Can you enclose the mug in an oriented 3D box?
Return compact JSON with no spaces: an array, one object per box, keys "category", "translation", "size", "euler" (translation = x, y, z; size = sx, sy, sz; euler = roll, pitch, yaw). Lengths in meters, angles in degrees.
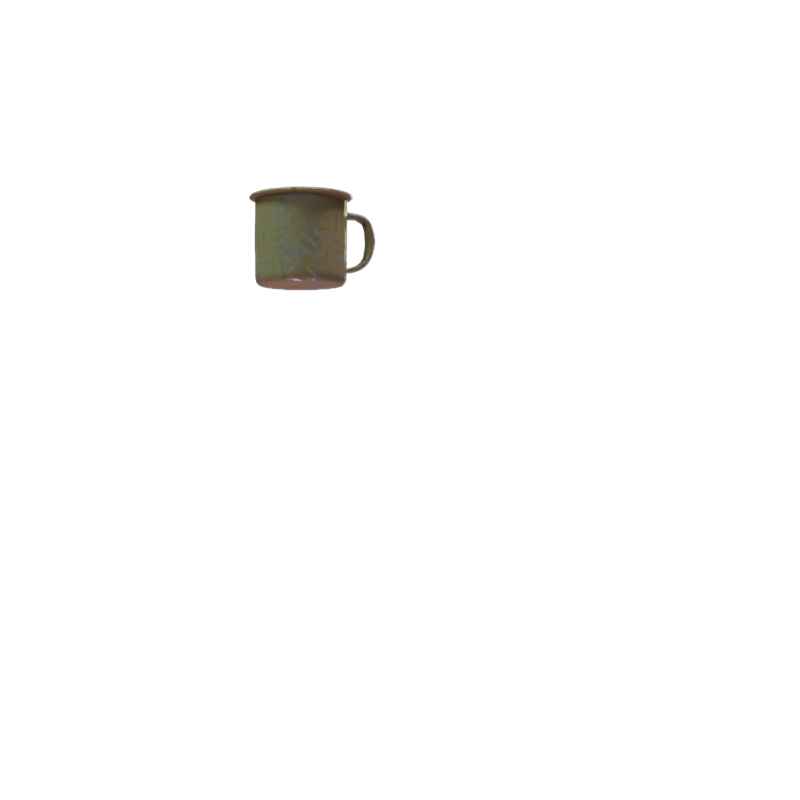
[{"category":"mug","translation":[-0.078,-0.142,0.992],"size":[0.113,0.083,0.095],"euler":[1,-4,-25]}]
